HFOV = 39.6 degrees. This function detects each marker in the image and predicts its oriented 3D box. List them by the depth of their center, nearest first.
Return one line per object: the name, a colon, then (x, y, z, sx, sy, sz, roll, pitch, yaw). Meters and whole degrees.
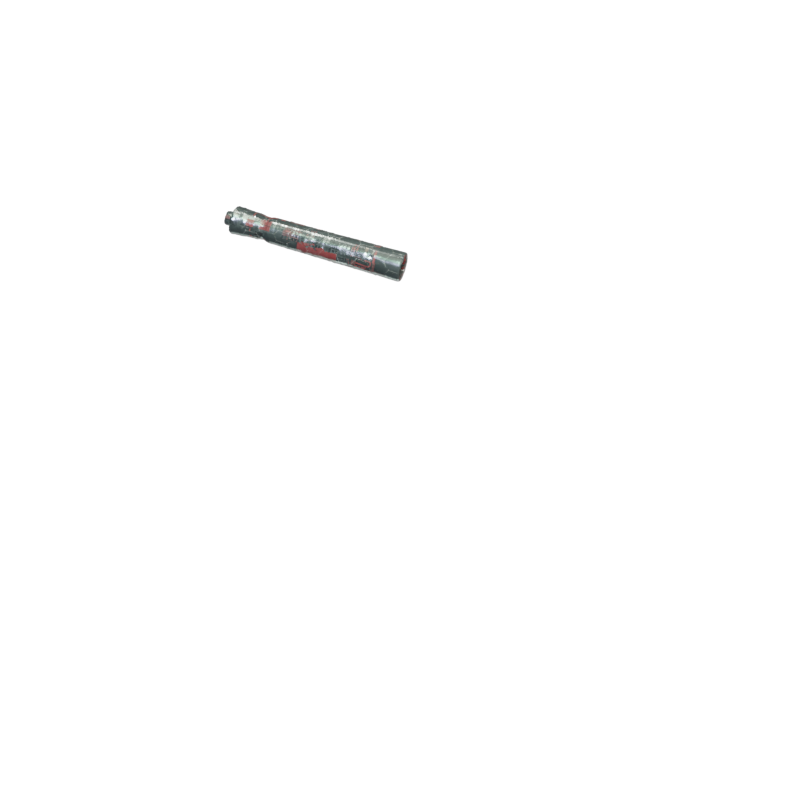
marker: (-0.055, -0.101, 0.705, 0.124, 0.019, 0.019, 18, 8, 15)
